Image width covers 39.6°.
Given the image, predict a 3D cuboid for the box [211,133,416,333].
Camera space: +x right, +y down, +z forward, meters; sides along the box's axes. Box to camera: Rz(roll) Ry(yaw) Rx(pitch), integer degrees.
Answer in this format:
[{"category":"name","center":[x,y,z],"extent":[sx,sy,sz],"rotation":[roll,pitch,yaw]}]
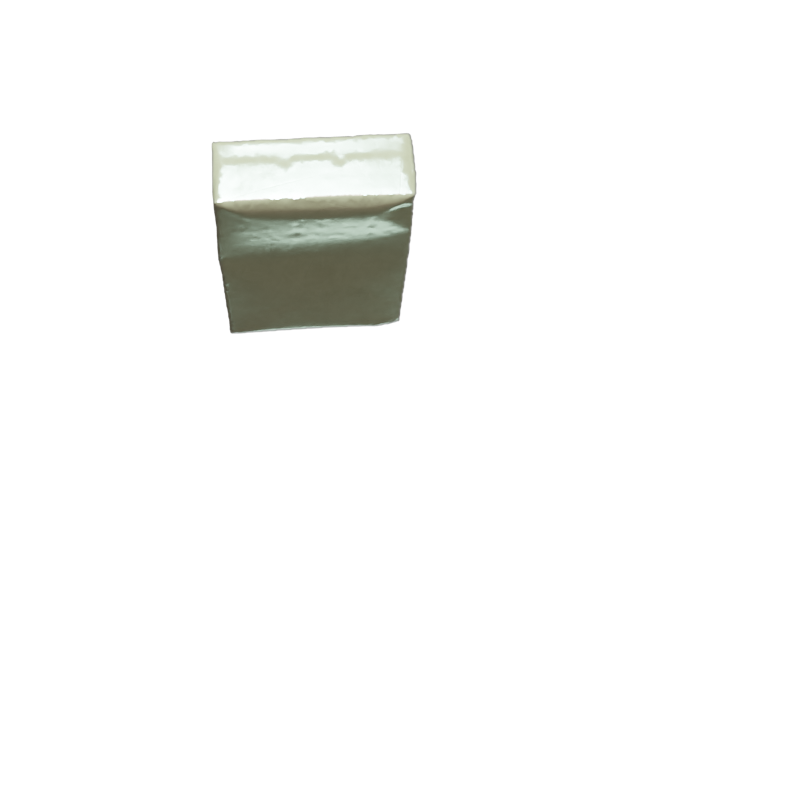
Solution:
[{"category":"box","center":[-0.076,-0.138,0.968],"extent":[0.163,0.077,0.201],"rotation":[-3,-27,-4]}]
